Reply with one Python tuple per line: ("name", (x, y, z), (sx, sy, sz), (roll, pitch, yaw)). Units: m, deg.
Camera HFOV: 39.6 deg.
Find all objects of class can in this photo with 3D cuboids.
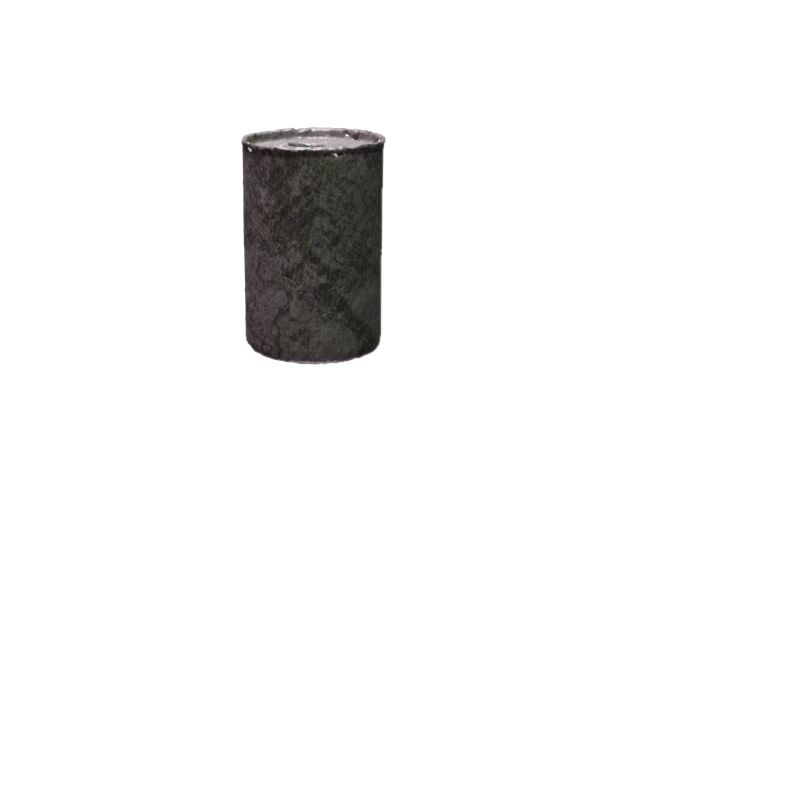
("can", (-0.042, -0.076, 0.533), (0.068, 0.099, 0.071), (0, 16, -2))
